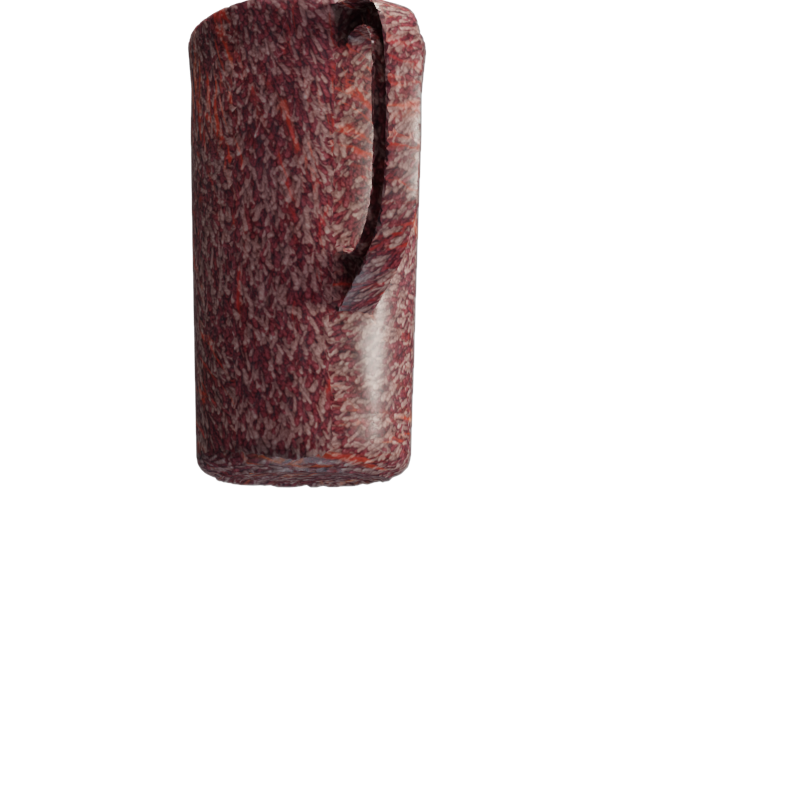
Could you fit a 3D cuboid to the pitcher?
[{"bbox_3d":[-0.045,-0.083,0.579,0.147,0.252,0.141,-5,-15,14],"label":"pitcher"}]
